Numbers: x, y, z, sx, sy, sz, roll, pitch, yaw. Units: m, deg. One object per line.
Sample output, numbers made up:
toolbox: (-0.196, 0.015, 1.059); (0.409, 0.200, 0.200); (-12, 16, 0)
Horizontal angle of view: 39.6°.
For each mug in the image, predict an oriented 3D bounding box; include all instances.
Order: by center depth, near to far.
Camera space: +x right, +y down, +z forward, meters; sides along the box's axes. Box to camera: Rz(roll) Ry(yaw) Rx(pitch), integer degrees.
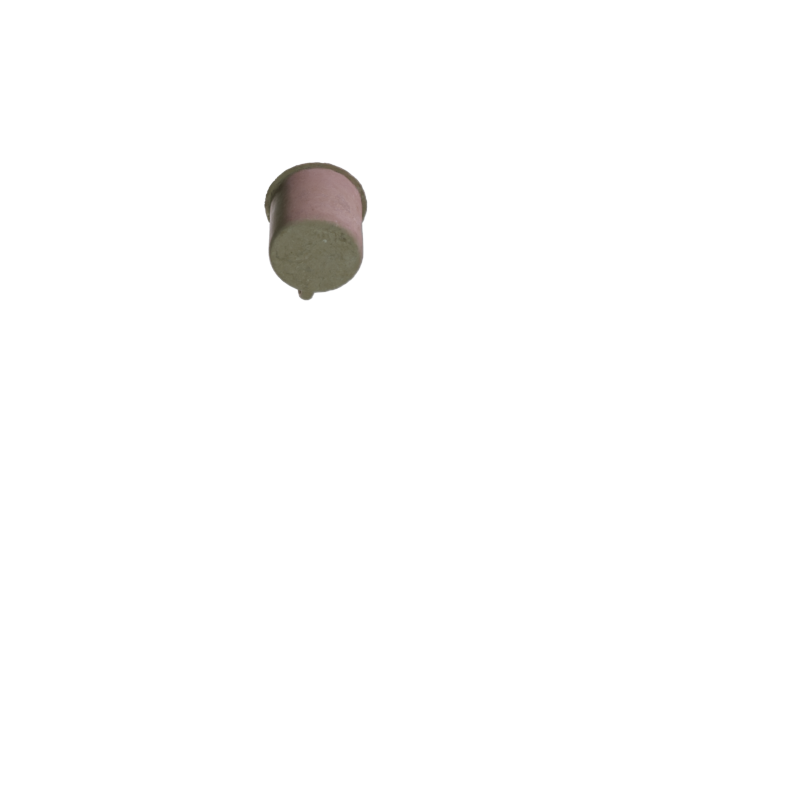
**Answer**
mug: (-0.077, -0.140, 0.979); (0.092, 0.111, 0.087); (9, 38, -10)
